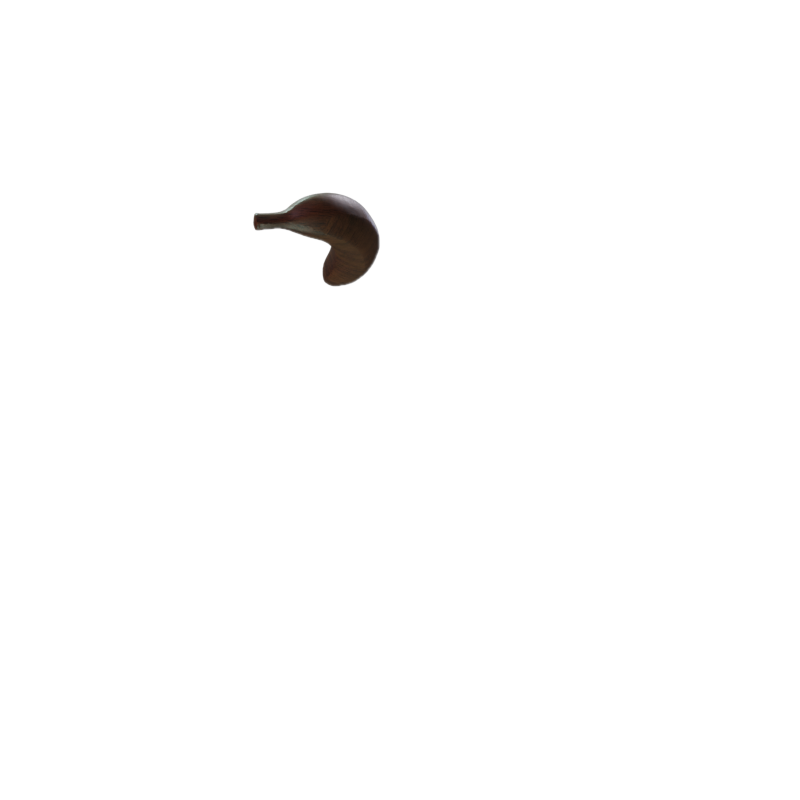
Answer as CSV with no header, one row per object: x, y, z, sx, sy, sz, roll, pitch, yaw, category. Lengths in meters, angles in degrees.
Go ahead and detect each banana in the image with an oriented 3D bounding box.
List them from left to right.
-0.049,-0.123,0.845,0.071,0.038,0.189,-3,-9,13,banana
